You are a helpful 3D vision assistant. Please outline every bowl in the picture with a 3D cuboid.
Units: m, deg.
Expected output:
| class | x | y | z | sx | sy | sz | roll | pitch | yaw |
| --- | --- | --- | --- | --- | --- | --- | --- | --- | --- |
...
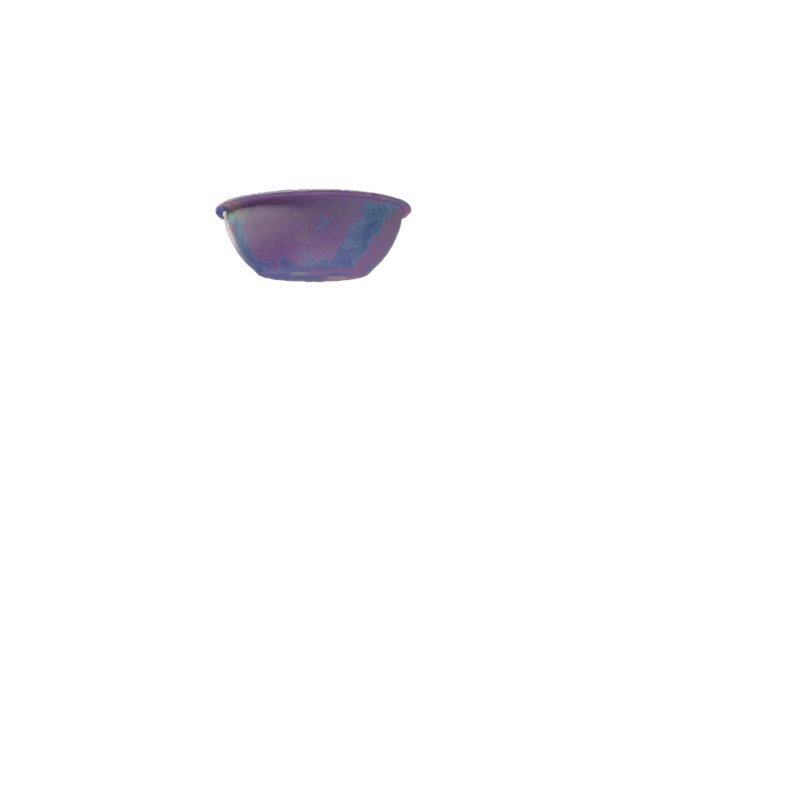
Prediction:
| class | x | y | z | sx | sy | sz | roll | pitch | yaw |
| --- | --- | --- | --- | --- | --- | --- | --- | --- | --- |
| bowl | -0.071 | -0.129 | 0.906 | 0.162 | 0.056 | 0.160 | 0 | -3 | -2 |
